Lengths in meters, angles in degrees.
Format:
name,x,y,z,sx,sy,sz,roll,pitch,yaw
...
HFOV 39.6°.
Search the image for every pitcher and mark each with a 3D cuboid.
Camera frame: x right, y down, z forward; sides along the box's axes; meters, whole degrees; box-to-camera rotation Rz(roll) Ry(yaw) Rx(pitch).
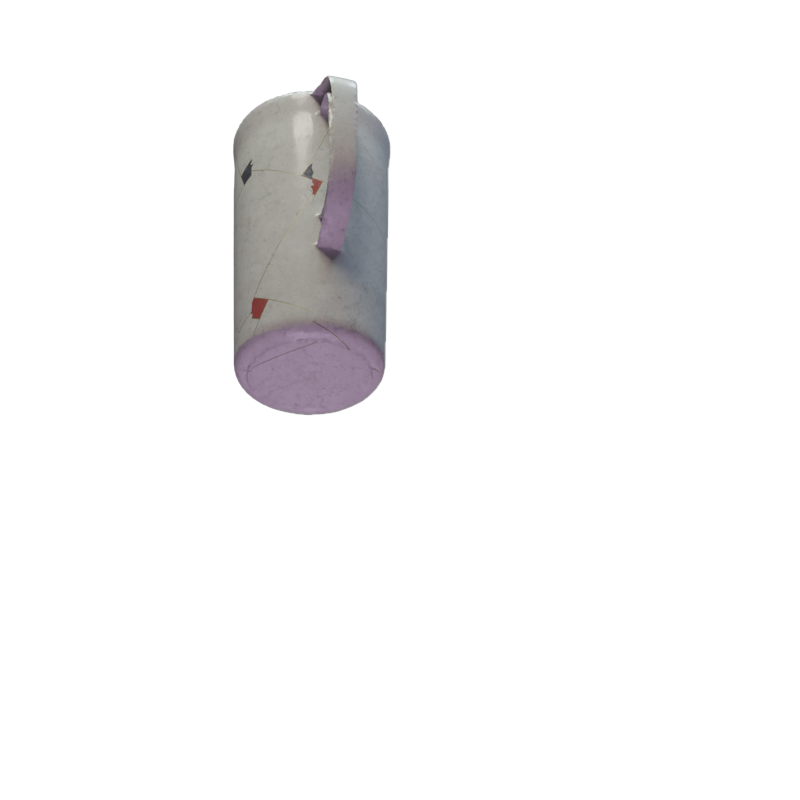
name,x,y,z,sx,sy,sz,roll,pitch,yaw
pitcher,-0.067,-0.122,0.852,0.146,0.261,0.138,-20,-42,20
